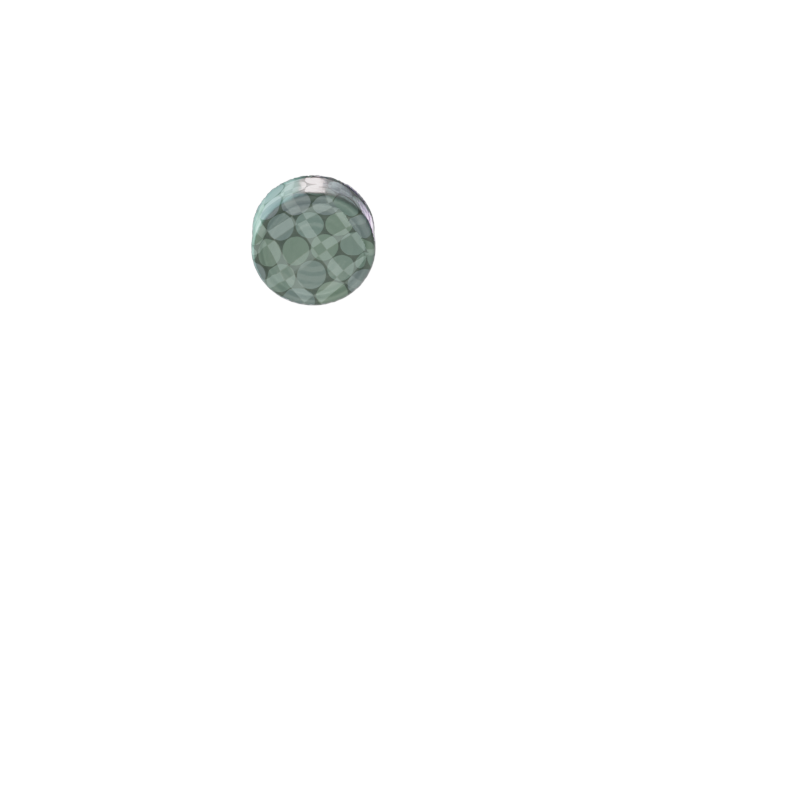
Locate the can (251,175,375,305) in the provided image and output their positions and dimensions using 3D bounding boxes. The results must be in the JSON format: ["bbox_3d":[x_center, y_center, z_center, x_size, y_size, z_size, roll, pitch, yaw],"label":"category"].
[{"bbox_3d":[-0.060,-0.109,0.760,0.086,0.081,0.035,1,27,-1],"label":"can"}]
